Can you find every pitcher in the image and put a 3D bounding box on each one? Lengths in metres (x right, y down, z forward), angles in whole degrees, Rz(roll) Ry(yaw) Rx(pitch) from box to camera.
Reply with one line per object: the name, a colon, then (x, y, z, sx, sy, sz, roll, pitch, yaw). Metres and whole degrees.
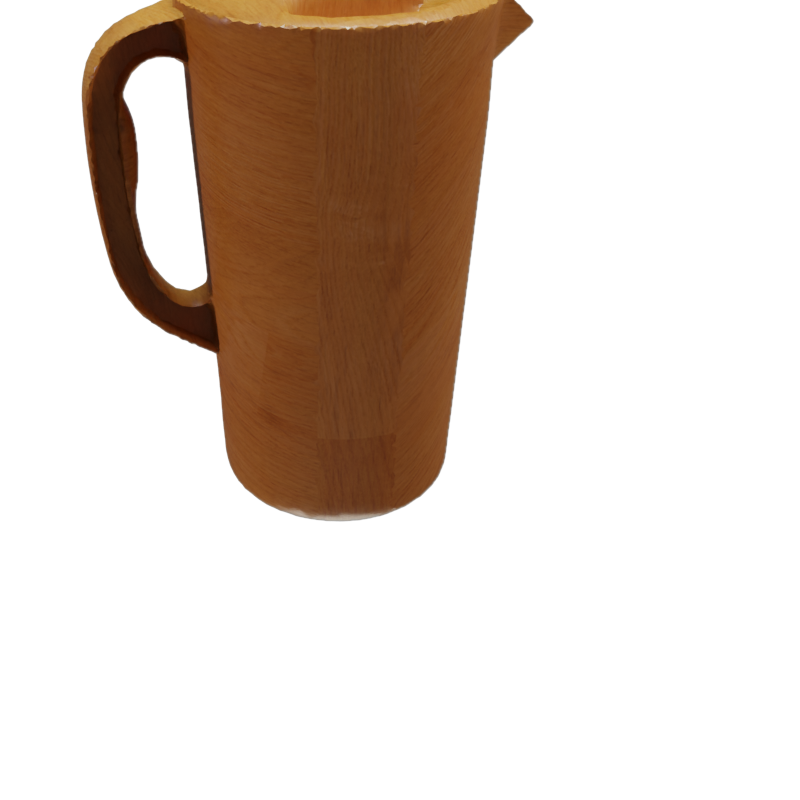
pitcher: (-0.039, -0.070, 0.493, 0.156, 0.229, 0.147, 16, 32, 24)
